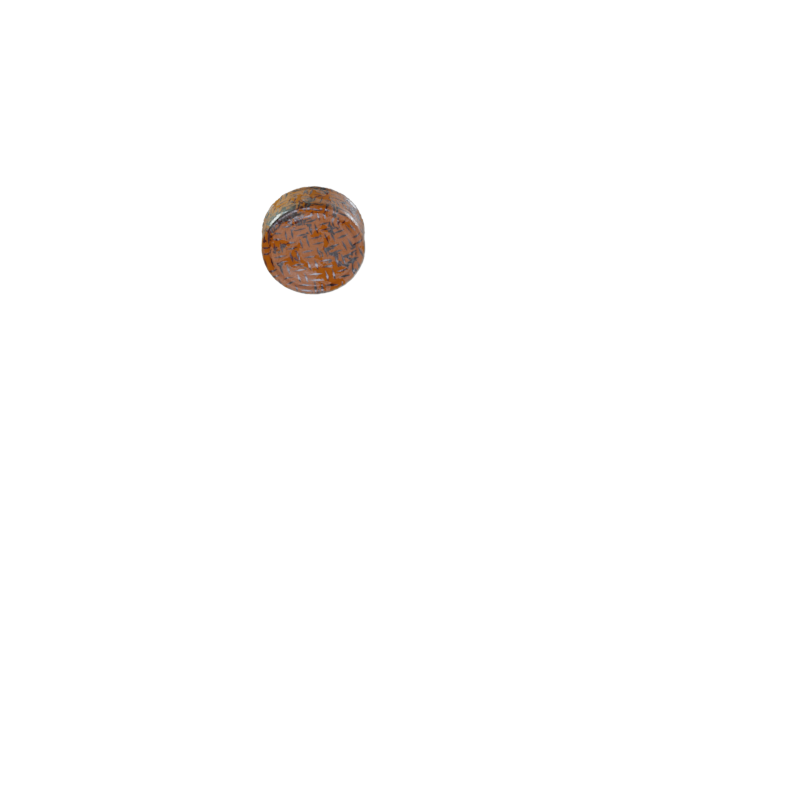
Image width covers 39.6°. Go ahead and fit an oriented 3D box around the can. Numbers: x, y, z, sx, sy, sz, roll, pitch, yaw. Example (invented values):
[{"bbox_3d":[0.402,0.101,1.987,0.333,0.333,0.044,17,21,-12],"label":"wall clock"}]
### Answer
[{"bbox_3d":[-0.071,-0.130,0.909,0.086,0.081,0.036,1,32,-1],"label":"can"}]
